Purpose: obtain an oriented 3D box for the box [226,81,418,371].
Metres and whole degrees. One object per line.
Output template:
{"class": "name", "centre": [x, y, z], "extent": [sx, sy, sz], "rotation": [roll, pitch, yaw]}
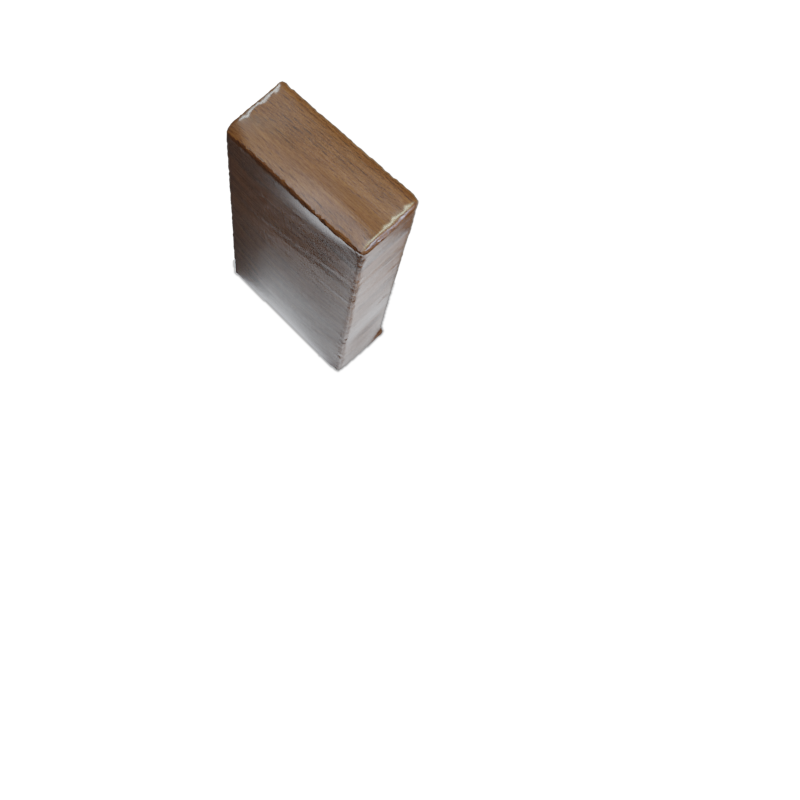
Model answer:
{"class": "box", "centre": [-0.046, -0.084, 0.588], "extent": [0.048, 0.097, 0.169], "rotation": [-43, -10, -14]}
